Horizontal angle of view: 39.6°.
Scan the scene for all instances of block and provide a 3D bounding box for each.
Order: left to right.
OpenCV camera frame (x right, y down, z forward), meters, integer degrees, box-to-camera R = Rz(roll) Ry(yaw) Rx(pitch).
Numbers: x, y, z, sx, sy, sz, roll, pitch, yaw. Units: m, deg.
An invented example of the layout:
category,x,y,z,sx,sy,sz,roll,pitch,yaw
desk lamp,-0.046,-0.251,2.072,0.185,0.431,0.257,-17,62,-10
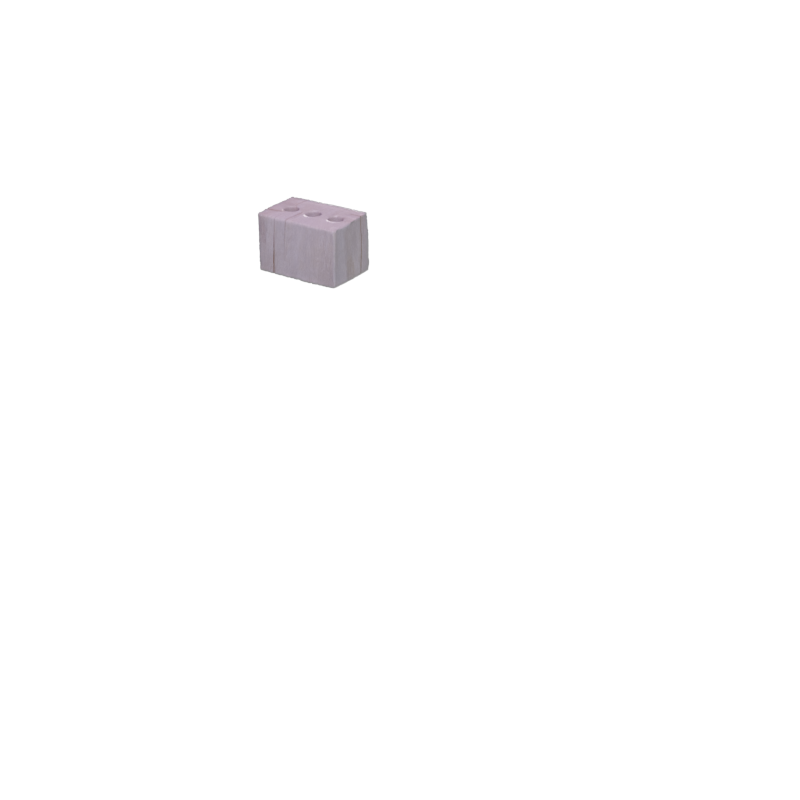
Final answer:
category,x,y,z,sx,sy,sz,roll,pitch,yaw
block,-0.072,-0.131,0.916,0.082,0.049,0.053,16,29,28
